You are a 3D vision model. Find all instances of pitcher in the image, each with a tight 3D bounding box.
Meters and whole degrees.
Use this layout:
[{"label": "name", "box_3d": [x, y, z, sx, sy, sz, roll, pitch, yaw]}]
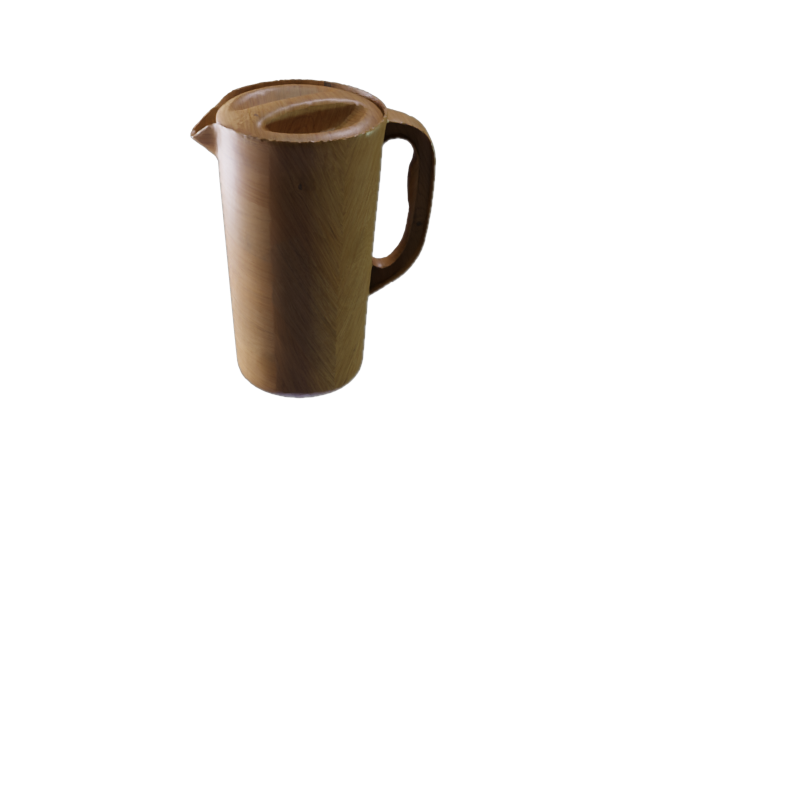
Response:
[{"label": "pitcher", "box_3d": [-0.070, -0.128, 0.894, 0.158, 0.229, 0.145, 23, 37, 31]}]
